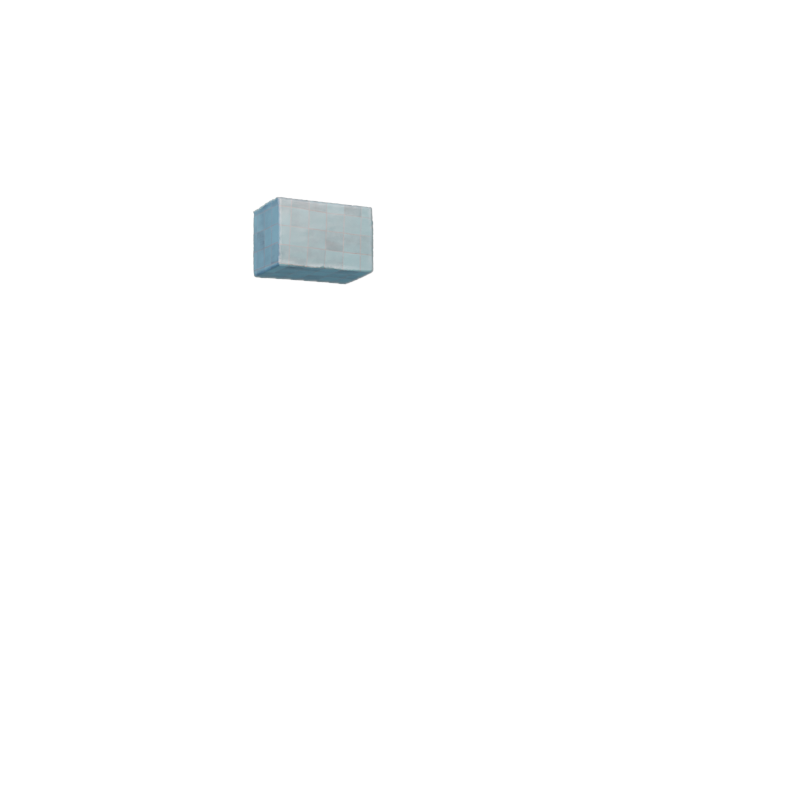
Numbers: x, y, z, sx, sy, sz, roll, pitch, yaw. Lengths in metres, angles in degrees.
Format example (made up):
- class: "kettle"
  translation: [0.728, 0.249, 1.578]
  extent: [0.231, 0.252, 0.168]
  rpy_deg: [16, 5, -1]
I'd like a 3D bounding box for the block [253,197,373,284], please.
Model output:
- class: "block"
  translation: [-0.065, -0.118, 0.825]
  extent: [0.075, 0.053, 0.053]
  rpy_deg: [3, -9, -26]
